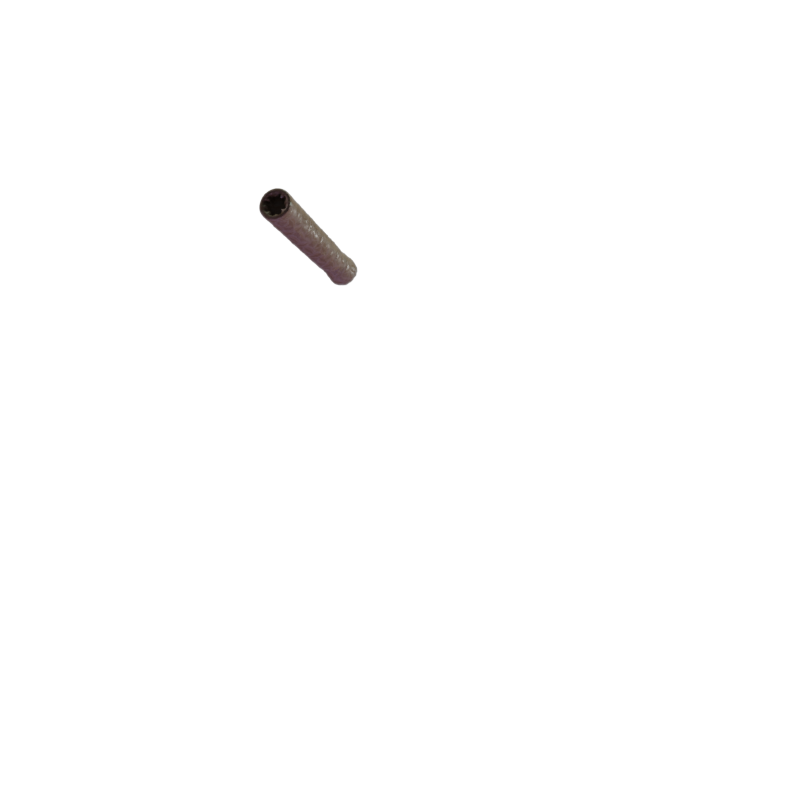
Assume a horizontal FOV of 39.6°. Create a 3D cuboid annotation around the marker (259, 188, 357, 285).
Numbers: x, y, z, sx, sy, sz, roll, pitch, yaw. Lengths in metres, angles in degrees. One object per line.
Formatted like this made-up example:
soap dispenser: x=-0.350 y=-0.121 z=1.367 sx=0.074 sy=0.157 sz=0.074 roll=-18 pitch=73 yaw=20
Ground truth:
marker: x=-0.051 y=-0.093 z=0.653 sx=0.020 sy=0.020 sz=0.114 roll=2 pitch=-13 yaw=18
